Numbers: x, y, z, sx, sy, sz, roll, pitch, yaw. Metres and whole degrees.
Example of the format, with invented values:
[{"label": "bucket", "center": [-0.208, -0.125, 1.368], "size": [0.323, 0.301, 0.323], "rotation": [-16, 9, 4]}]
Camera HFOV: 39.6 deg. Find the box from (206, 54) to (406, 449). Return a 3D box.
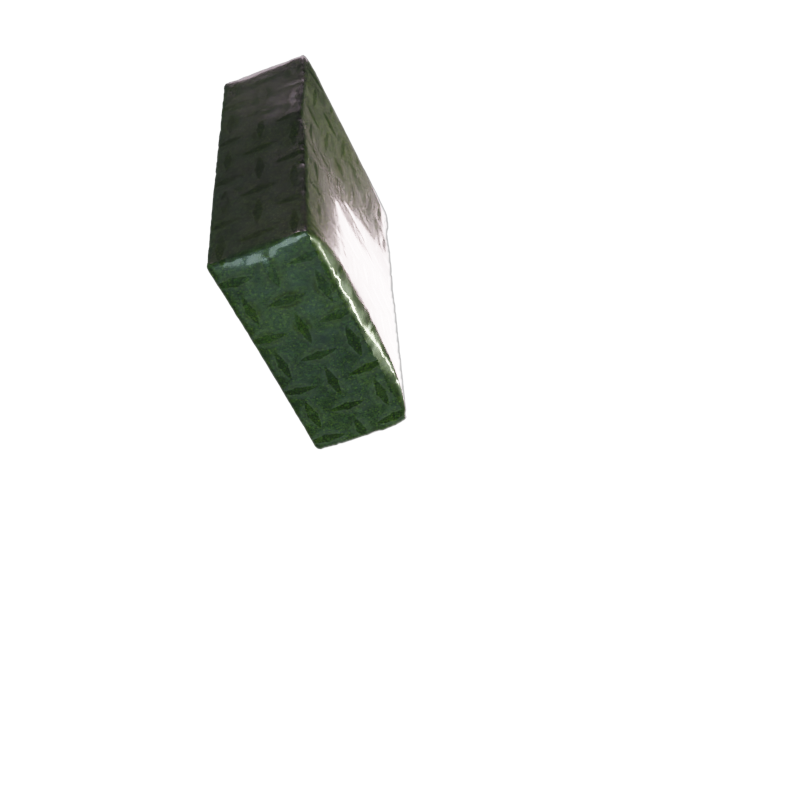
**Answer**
[{"label": "box", "center": [-0.057, -0.104, 0.732], "size": [0.072, 0.152, 0.229], "rotation": [-19, 39, 12]}]
